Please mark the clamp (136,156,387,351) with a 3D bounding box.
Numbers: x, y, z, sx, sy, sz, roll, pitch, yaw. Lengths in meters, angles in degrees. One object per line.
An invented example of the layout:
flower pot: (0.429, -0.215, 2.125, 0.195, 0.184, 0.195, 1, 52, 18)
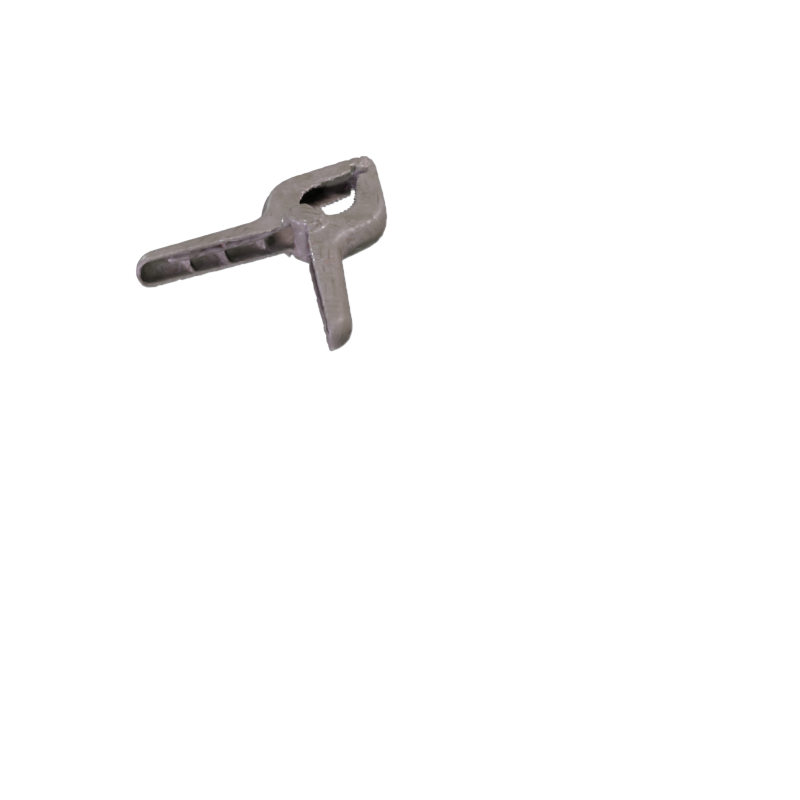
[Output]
clamp: (-0.063, -0.114, 0.800, 0.173, 0.034, 0.214, 23, 45, 25)
